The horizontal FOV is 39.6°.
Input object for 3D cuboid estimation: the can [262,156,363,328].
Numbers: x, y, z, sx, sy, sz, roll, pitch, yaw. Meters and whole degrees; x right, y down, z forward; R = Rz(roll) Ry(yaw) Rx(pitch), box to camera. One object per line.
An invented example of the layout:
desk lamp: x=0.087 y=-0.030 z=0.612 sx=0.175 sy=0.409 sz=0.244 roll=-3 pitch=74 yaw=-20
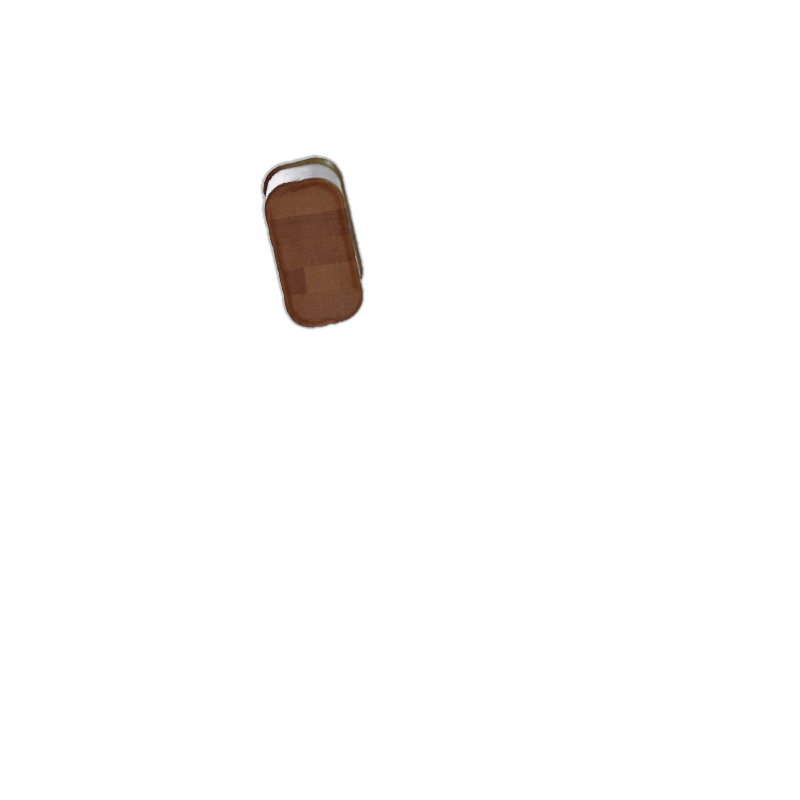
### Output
can: x=-0.058 y=-0.106 z=0.739 sx=0.057 sy=0.099 sz=0.087 roll=-12 pitch=15 yaw=1
